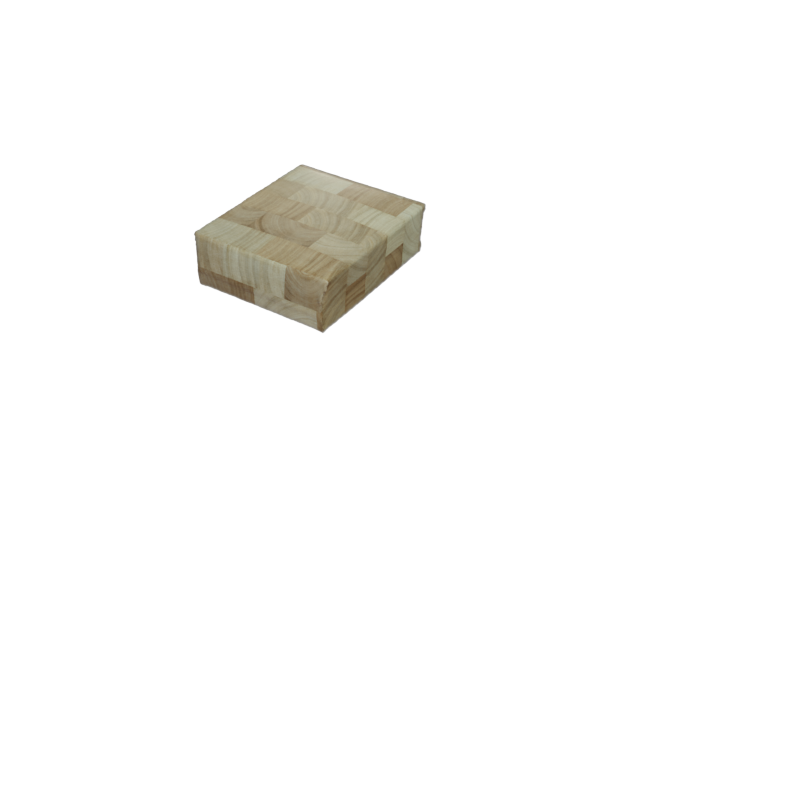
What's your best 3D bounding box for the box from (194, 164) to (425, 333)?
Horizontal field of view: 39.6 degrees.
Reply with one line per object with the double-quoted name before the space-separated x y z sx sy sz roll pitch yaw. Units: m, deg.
"box" -0.051 -0.092 0.646 0.094 0.036 0.116 20 41 24
